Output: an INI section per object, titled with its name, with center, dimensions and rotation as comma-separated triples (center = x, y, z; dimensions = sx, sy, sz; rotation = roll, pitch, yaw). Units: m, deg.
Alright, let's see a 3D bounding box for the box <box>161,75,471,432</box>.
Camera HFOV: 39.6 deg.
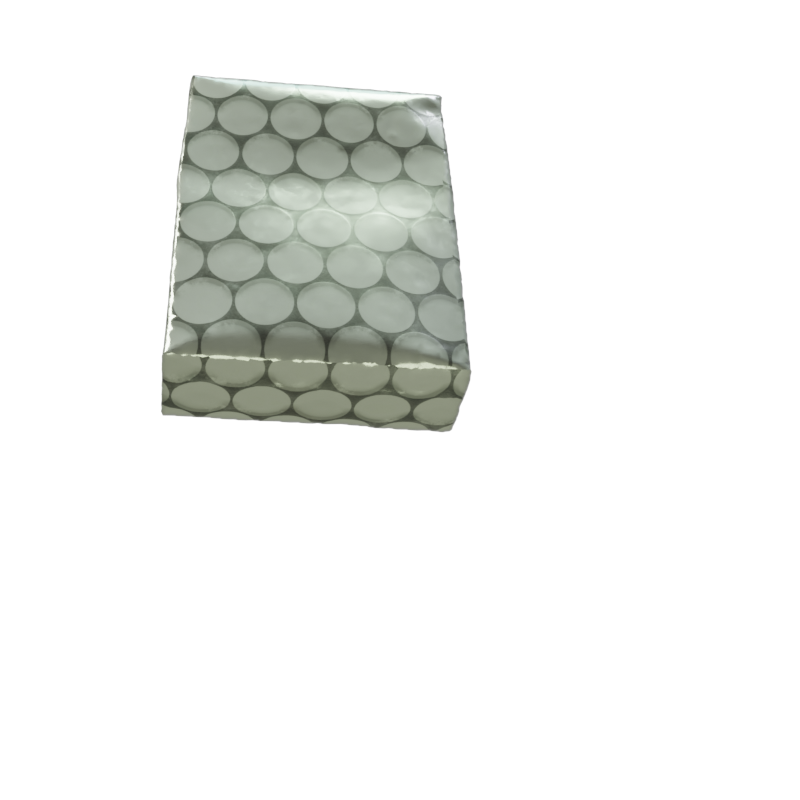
[box]
center = -0.051, -0.093, 0.653
dimensions = 0.163, 0.229, 0.068
rotation = 3, -36, -7
